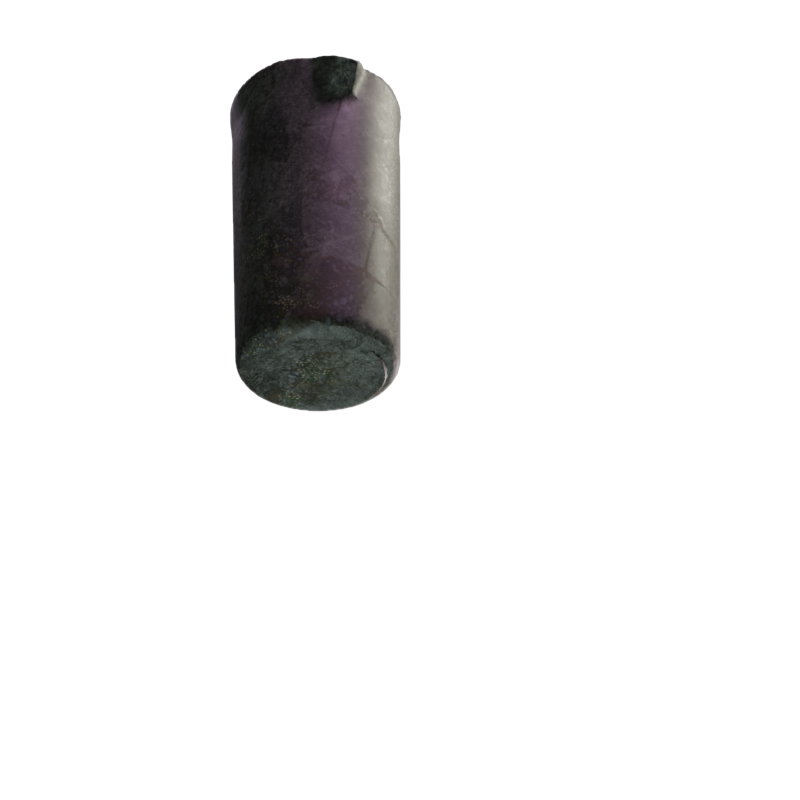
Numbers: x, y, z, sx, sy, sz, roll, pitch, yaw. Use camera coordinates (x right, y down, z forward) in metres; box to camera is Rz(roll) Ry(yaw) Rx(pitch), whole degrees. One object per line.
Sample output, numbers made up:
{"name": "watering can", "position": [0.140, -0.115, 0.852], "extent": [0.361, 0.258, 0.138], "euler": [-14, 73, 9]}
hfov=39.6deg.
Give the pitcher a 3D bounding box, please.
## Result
{"name": "pitcher", "position": [-0.063, -0.114, 0.800], "extent": [0.146, 0.260, 0.138], "euler": [-17, -38, 20]}
